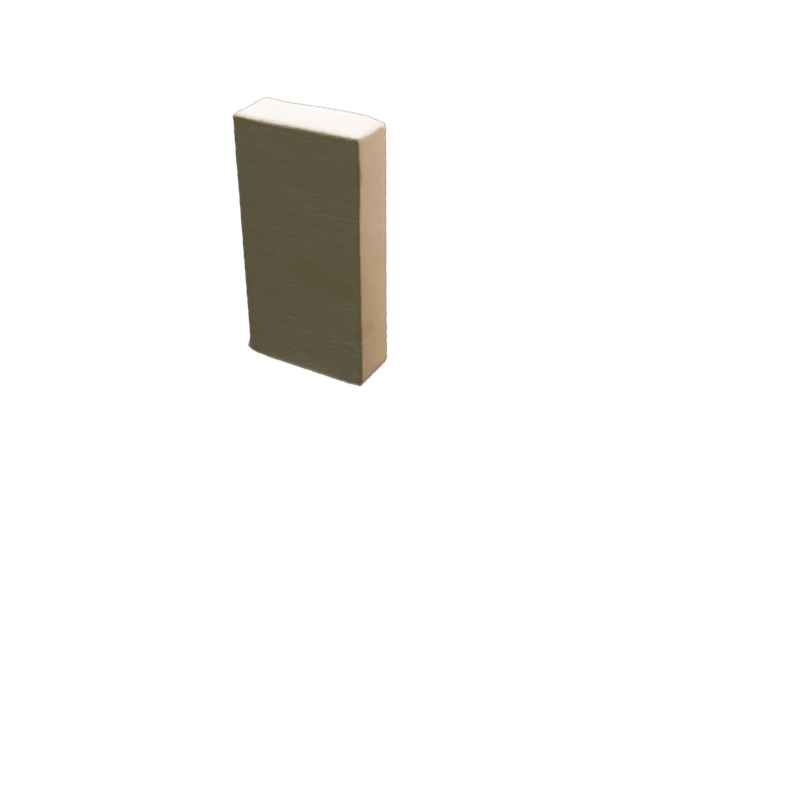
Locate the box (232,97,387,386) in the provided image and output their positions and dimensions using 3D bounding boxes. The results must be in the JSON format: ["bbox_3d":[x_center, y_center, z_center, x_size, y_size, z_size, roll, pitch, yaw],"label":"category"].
[{"bbox_3d":[-0.056,-0.103,0.723,0.098,0.166,0.048,17,31,27],"label":"box"}]
